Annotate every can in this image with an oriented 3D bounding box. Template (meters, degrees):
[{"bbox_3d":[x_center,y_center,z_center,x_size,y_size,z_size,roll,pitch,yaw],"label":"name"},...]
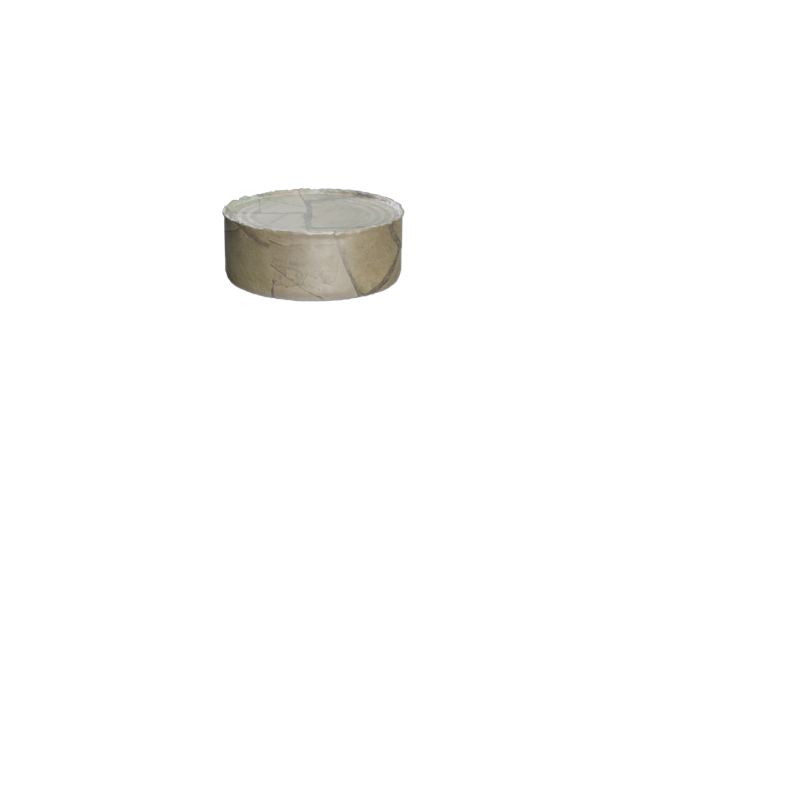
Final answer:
[{"bbox_3d":[-0.041,-0.075,0.527,0.086,0.032,0.090,-1,22,-2],"label":"can"}]
